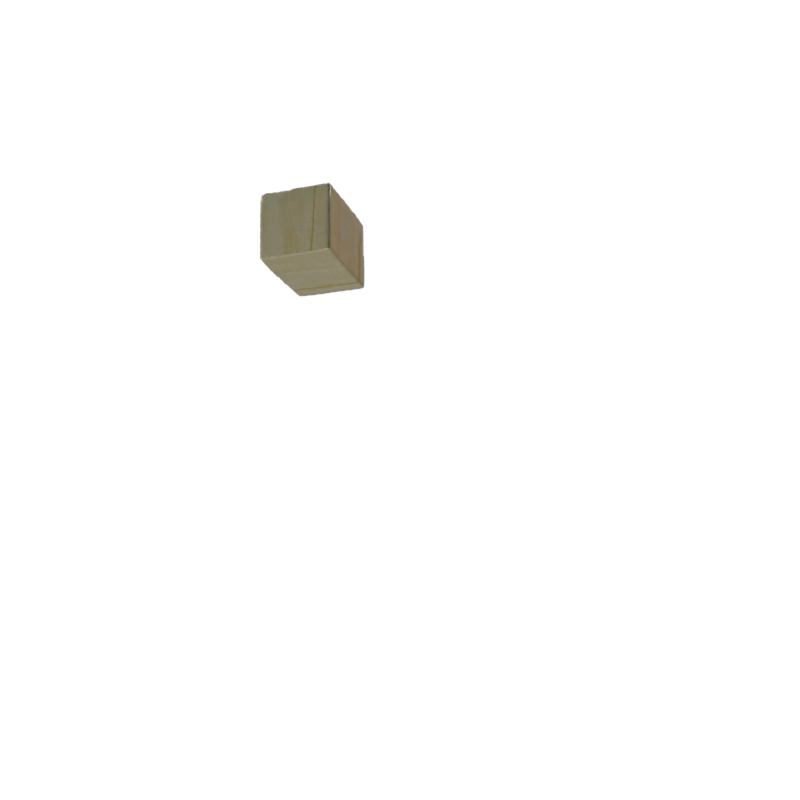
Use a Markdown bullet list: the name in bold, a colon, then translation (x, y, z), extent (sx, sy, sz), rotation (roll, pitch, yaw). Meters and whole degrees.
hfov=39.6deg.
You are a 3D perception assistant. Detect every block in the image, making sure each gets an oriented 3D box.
- **block**: translation (-0.062, -0.112, 0.787), extent (0.054, 0.054, 0.073), rotation (-7, -20, 16)
